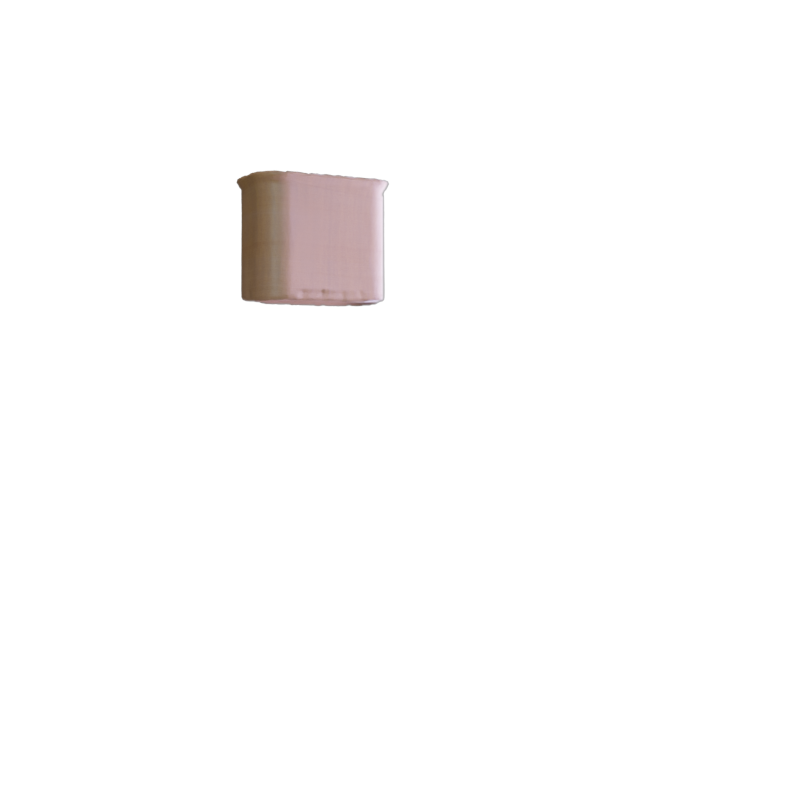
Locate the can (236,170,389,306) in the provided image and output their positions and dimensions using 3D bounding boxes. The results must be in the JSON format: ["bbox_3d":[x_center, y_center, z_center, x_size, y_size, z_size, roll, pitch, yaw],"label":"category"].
[{"bbox_3d":[-0.059,-0.107,0.749,0.098,0.085,0.059,1,-4,-30],"label":"can"}]
